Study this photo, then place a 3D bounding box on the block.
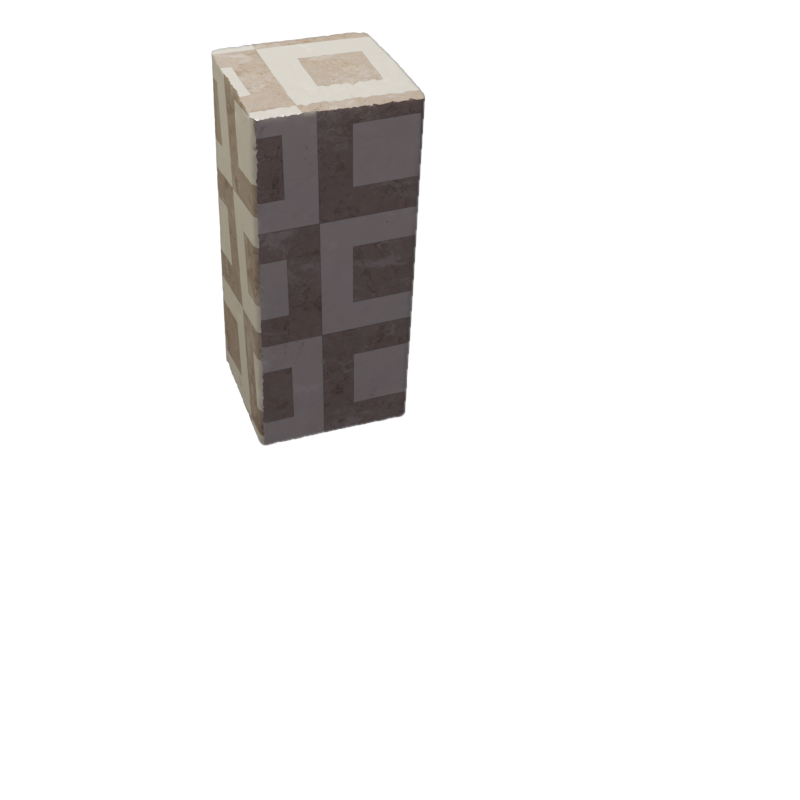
[{"bbox_3d":[-0.048,-0.089,0.619,0.089,0.193,0.098,-10,38,-17],"label":"block"}]
